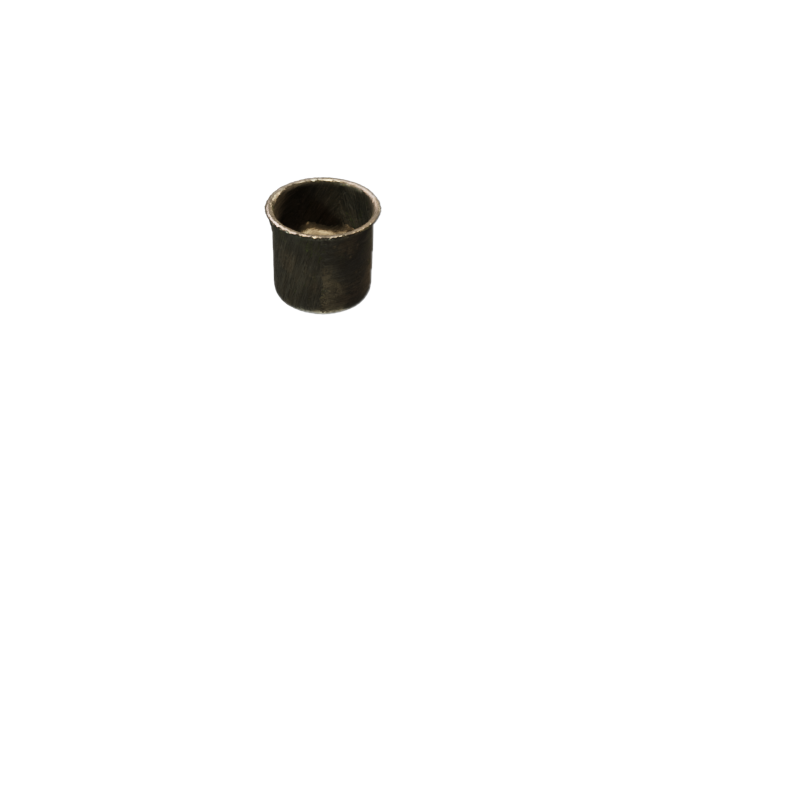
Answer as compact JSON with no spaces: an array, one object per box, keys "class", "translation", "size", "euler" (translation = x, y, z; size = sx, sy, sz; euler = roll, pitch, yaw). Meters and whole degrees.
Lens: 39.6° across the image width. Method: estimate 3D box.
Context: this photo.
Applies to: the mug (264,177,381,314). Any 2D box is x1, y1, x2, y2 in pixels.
[{"class":"mug","translation":[-0.072,-0.131,0.914],"size":[0.093,0.076,0.125],"euler":[-28,46,-32]}]
